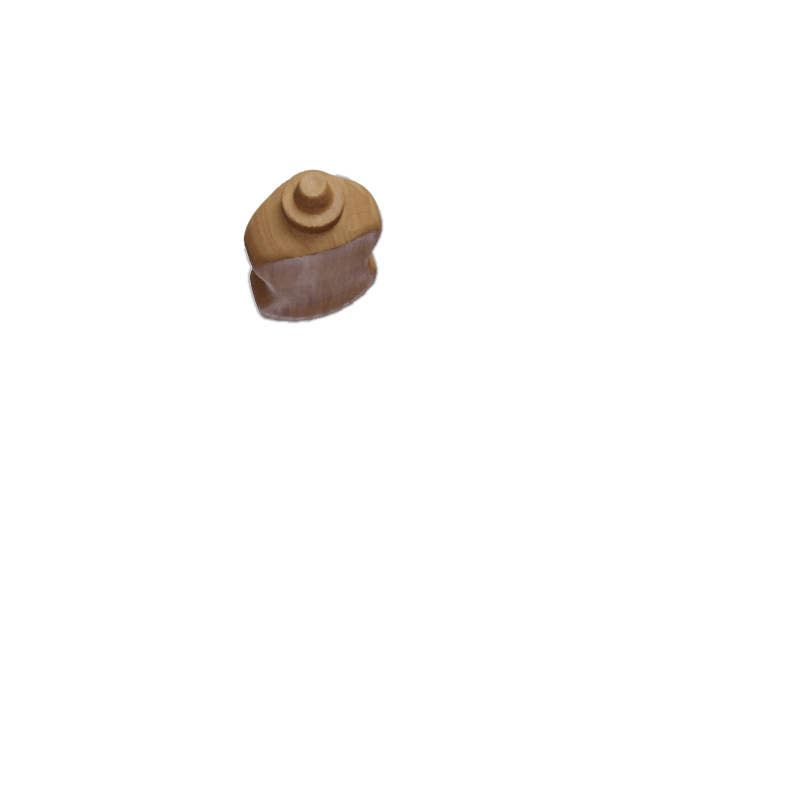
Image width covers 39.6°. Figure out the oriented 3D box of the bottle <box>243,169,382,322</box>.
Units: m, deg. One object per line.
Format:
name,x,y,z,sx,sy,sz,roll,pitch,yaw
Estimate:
bottle,-0.061,-0.112,0.778,0.095,0.061,0.184,-16,-13,-8
